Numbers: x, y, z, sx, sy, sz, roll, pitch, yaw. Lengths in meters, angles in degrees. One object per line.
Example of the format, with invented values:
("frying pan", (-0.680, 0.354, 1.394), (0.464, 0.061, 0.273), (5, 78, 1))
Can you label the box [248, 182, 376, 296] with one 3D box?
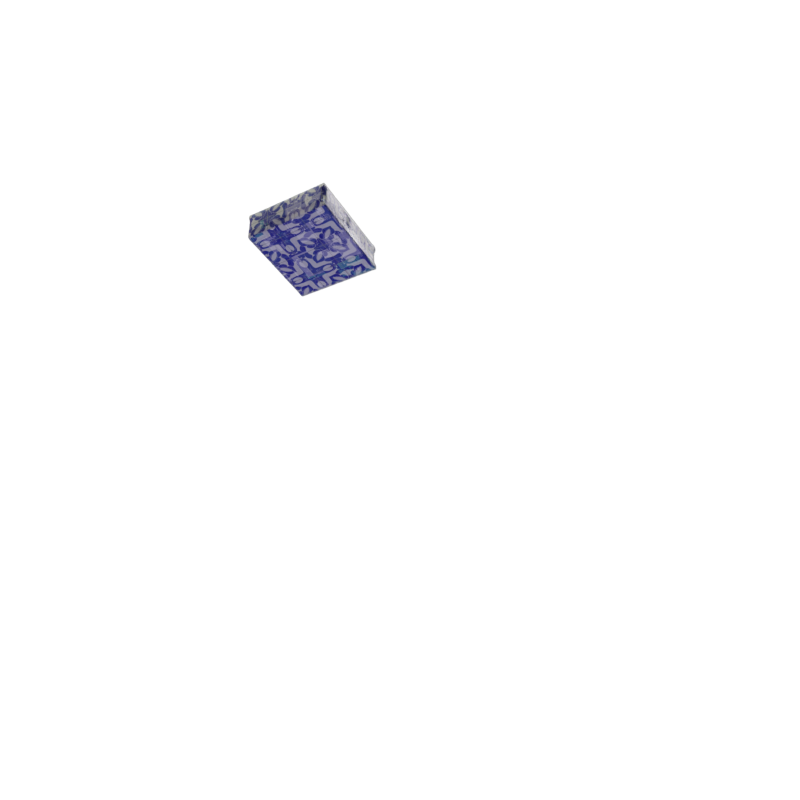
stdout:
("box", (-0.072, -0.131, 0.919), (0.074, 0.032, 0.082), (-20, -43, 22))
